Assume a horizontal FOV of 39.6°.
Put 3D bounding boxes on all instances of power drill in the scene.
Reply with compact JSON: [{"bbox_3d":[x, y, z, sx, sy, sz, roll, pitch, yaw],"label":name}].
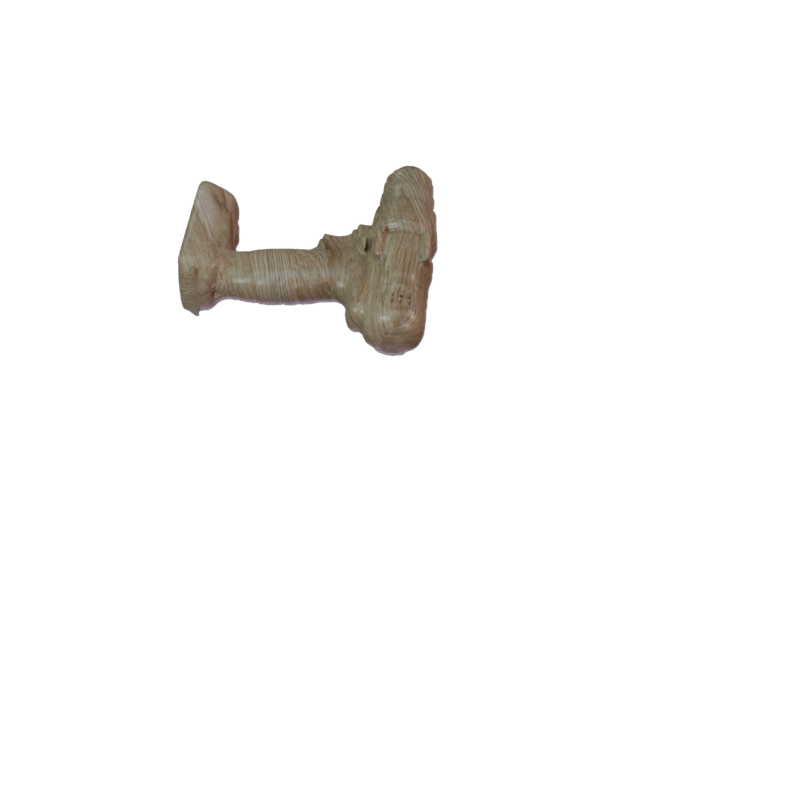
[{"bbox_3d":[-0.066,-0.120,0.841,0.189,0.197,0.053,4,-44,4],"label":"power drill"}]
